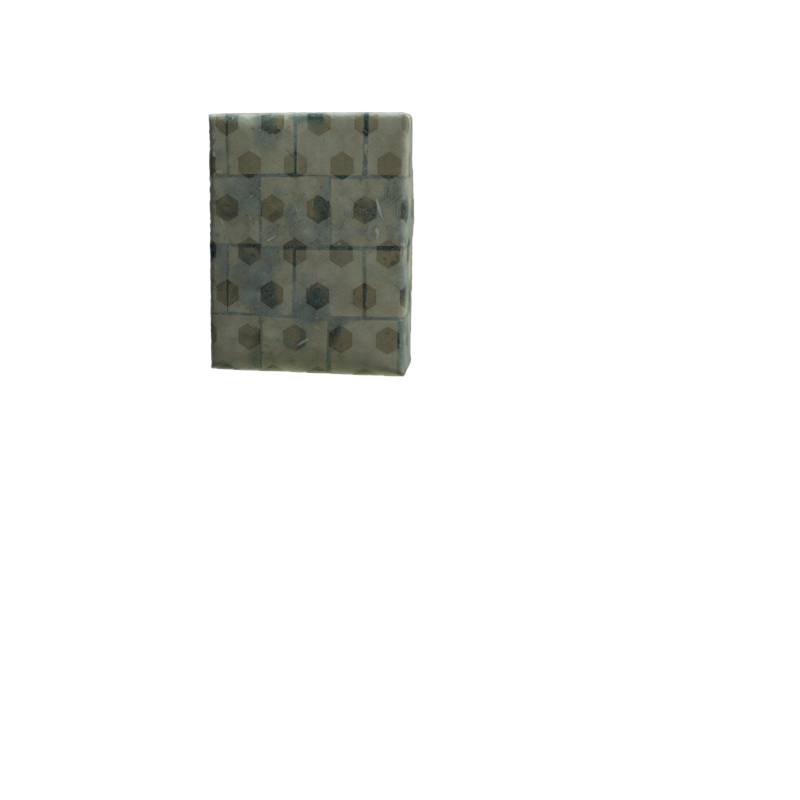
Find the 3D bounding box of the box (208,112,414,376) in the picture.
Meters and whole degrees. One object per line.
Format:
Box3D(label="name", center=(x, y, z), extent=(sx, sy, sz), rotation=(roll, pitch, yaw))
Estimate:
Box3D(label="box", center=(-0.073, -0.132, 0.927), extent=(0.166, 0.211, 0.072), rotation=(2, 6, 9))
